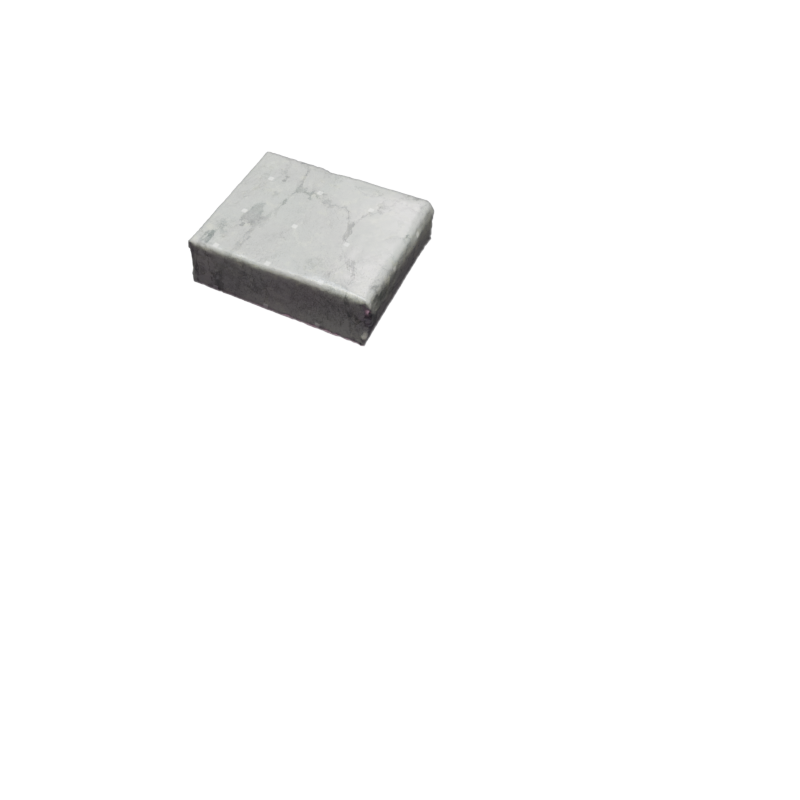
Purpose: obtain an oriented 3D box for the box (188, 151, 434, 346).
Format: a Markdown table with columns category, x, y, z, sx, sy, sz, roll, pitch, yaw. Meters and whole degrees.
| category | x | y | z | sx | sy | sz | roll | pitch | yaw |
| --- | --- | --- | --- | --- | --- | --- | --- | --- | --- |
| box | -0.039 | -0.072 | 0.504 | 0.093 | 0.028 | 0.076 | 20 | 49 | 17 |
